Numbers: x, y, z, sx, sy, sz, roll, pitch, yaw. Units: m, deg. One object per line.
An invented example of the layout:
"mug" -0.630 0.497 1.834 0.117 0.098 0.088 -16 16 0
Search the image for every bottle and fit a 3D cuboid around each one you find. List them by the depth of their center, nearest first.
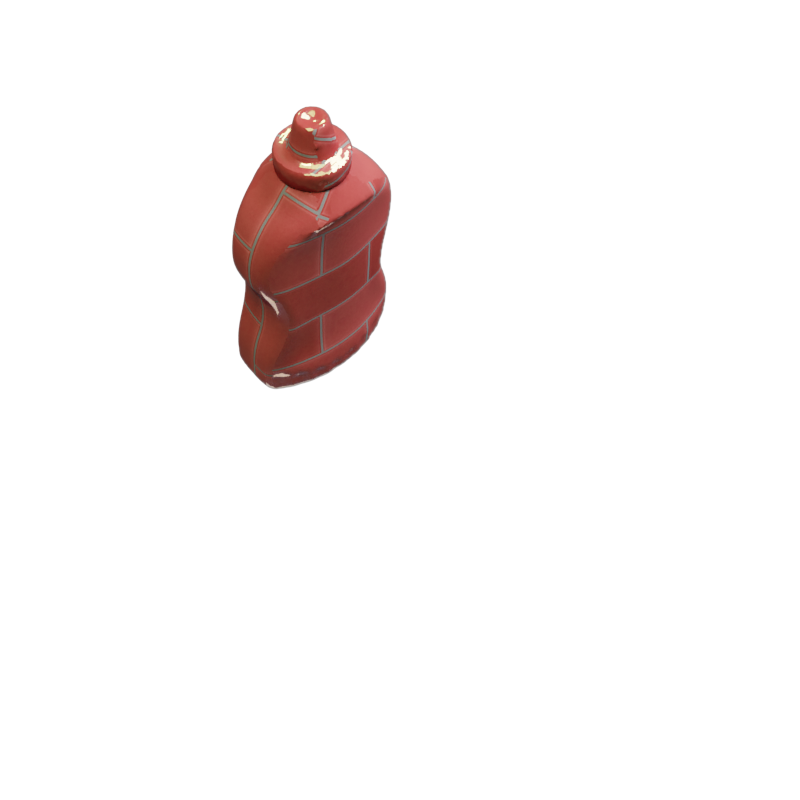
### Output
"bottle" -0.049 -0.088 0.617 0.096 0.062 0.179 -34 -25 -23
